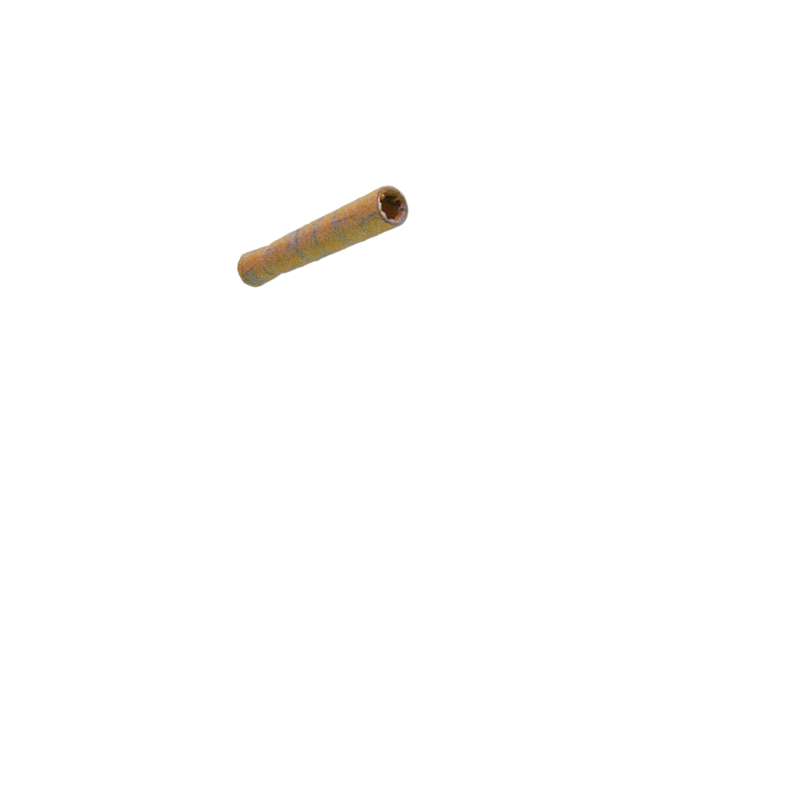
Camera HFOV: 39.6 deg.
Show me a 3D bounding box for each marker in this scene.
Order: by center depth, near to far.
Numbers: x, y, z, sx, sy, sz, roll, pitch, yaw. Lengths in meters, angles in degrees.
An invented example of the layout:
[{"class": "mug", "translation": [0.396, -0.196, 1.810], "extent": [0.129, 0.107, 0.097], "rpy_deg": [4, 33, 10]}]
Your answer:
[{"class": "marker", "translation": [-0.041, -0.075, 0.523], "extent": [0.019, 0.020, 0.122], "rpy_deg": [-3, -7, -39]}]
